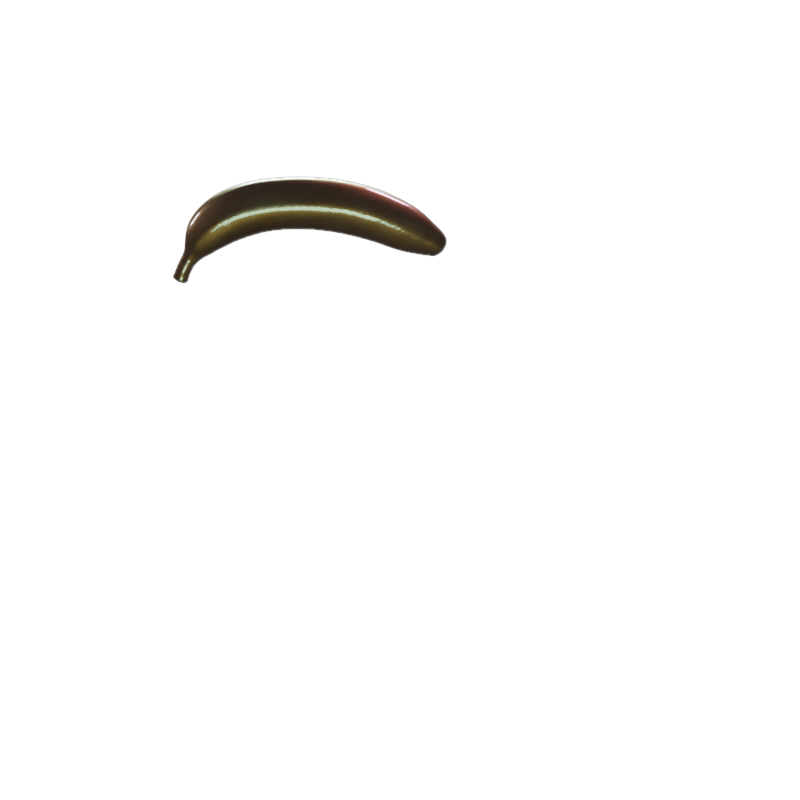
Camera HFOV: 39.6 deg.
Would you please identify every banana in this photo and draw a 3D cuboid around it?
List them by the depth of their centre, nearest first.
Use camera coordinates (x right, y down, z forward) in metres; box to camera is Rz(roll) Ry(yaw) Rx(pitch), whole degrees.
[{"bbox_3d":[-0.068,-0.127,0.787,0.198,0.065,0.039,-5,37,3],"label":"banana"}]
